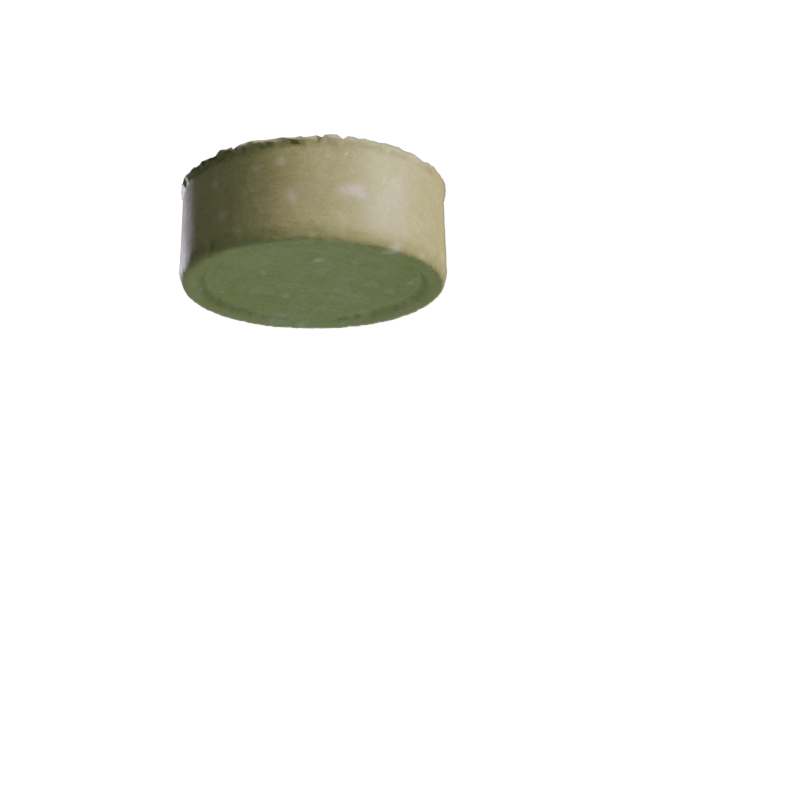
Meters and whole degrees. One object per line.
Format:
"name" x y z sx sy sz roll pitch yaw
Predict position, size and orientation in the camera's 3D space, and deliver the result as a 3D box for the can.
"can" -0.028 -0.051 0.355 0.086 0.035 0.082 0 -16 -2
